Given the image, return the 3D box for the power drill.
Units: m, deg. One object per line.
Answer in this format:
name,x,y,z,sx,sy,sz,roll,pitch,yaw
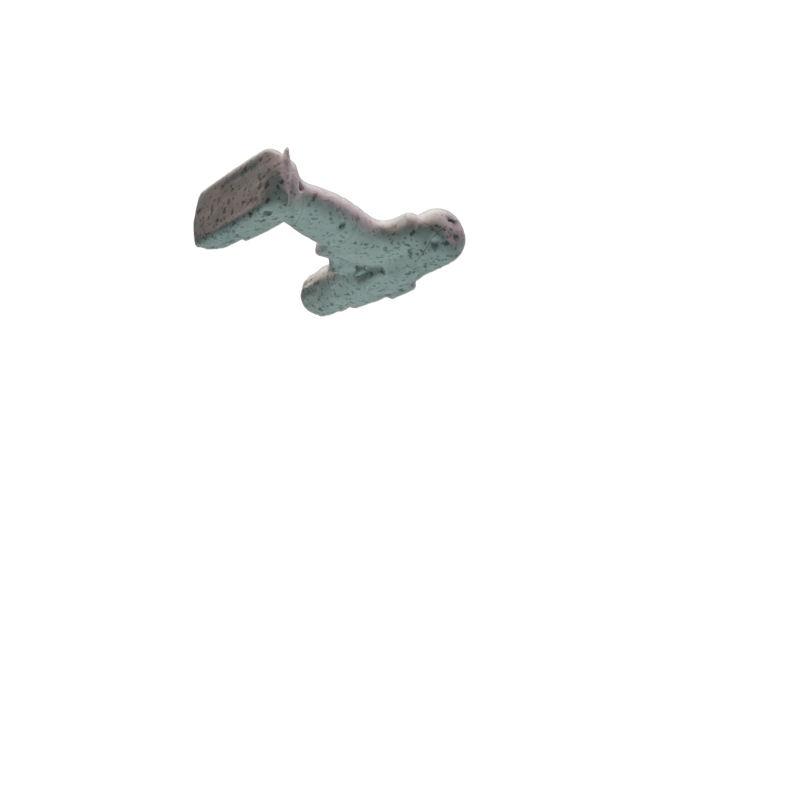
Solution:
power drill,-0.070,-0.128,0.898,0.177,0.061,0.185,17,-28,-37
